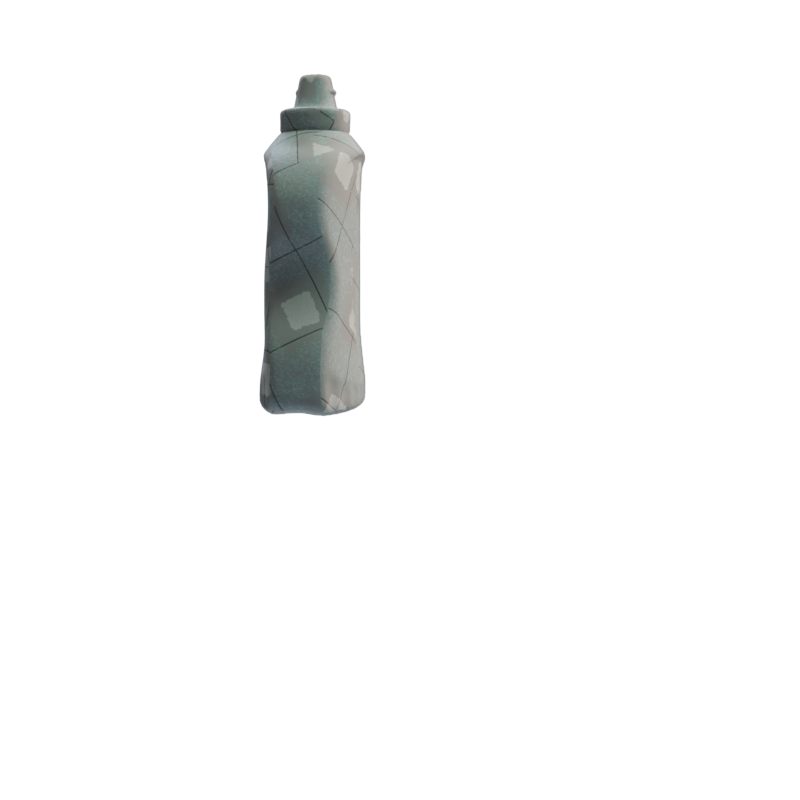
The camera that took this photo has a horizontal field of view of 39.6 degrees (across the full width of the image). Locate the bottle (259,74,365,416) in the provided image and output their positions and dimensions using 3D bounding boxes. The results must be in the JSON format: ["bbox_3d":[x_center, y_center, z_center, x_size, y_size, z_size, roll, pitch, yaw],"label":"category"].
[{"bbox_3d":[-0.050,-0.091,0.640,0.059,0.192,0.094,0,0,11],"label":"bottle"}]
